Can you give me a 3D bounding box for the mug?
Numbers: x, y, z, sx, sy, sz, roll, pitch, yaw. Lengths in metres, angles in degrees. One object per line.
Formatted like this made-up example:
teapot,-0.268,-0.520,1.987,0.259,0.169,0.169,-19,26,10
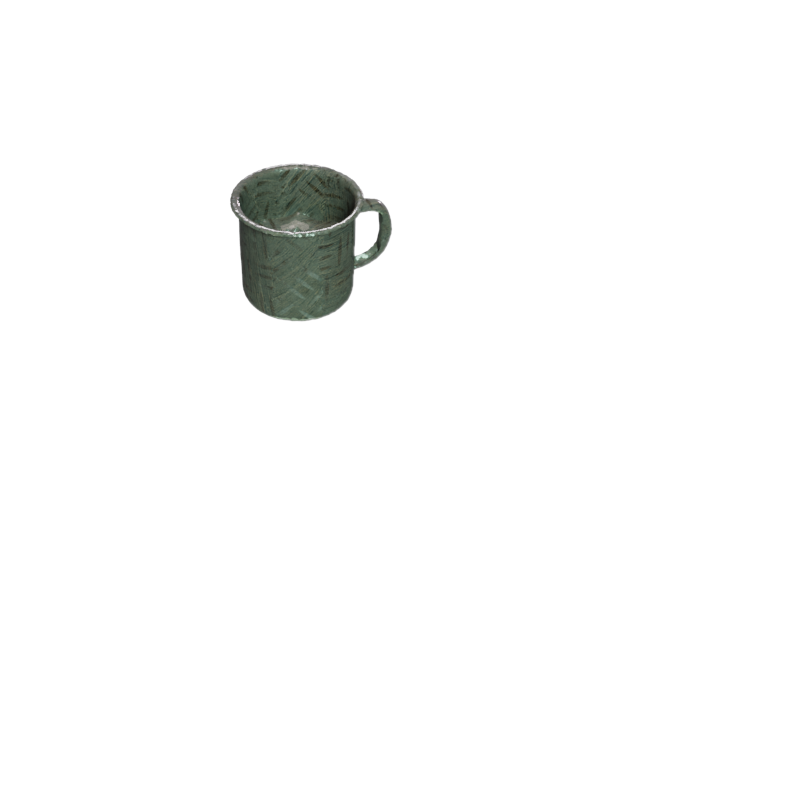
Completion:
mug,-0.062,-0.114,0.796,0.116,0.076,0.101,-13,41,-17
